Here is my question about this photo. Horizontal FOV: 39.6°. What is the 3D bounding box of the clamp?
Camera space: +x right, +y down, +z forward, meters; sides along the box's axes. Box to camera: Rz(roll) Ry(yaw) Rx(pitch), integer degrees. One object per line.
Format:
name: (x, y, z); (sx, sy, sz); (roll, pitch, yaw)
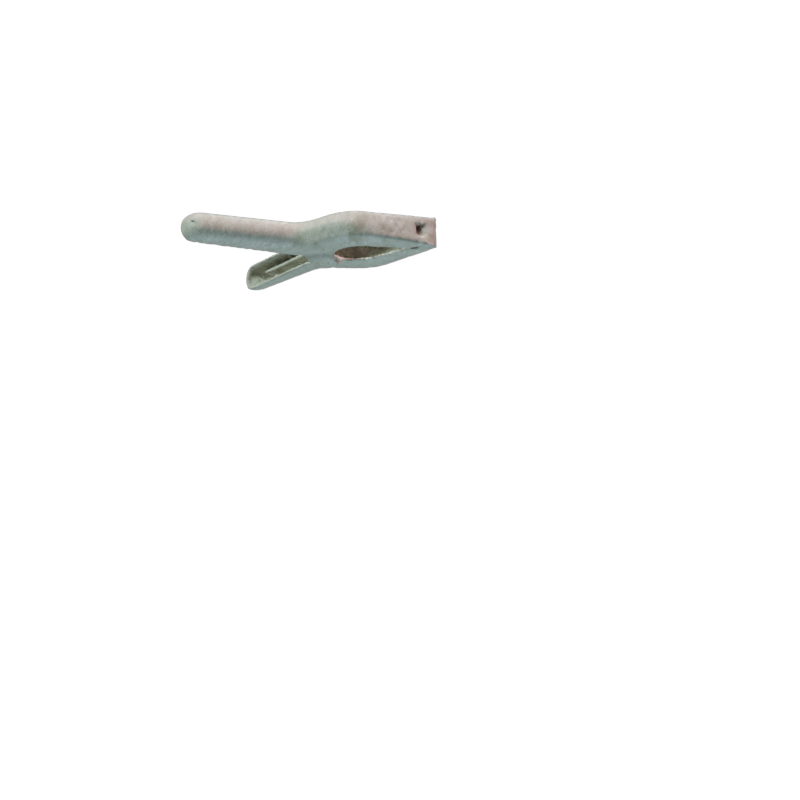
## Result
clamp: (-0.075, -0.137, 0.962); (0.214, 0.038, 0.155); (-5, -12, 22)
